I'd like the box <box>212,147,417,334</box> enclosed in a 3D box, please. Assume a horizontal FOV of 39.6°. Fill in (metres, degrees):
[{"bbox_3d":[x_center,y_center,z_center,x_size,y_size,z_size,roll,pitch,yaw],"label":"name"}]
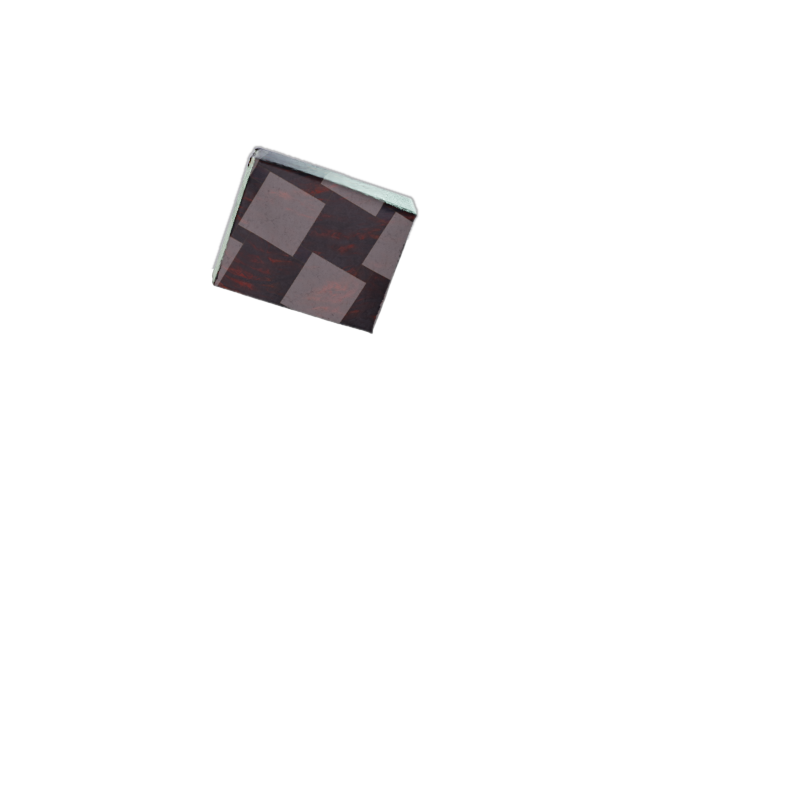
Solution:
[{"bbox_3d":[-0.056,-0.103,0.718,0.112,0.087,0.040,19,17,-6],"label":"box"}]
